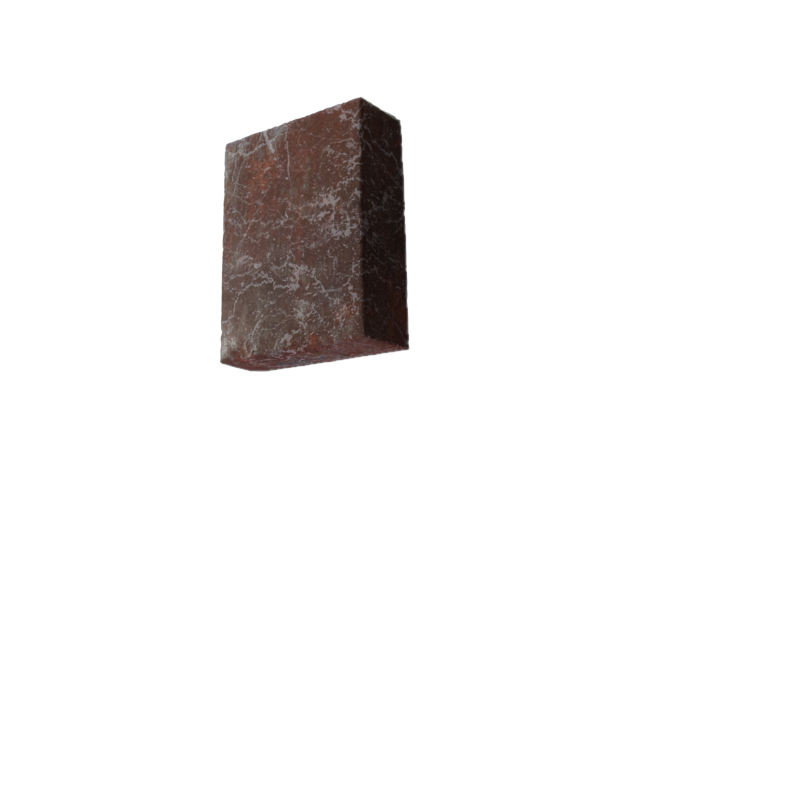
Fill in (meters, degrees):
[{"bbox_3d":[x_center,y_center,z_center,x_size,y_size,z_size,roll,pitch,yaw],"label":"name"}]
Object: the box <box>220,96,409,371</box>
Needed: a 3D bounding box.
[{"bbox_3d":[-0.077,-0.141,0.986,0.168,0.223,0.067,-12,-20,35],"label":"box"}]
